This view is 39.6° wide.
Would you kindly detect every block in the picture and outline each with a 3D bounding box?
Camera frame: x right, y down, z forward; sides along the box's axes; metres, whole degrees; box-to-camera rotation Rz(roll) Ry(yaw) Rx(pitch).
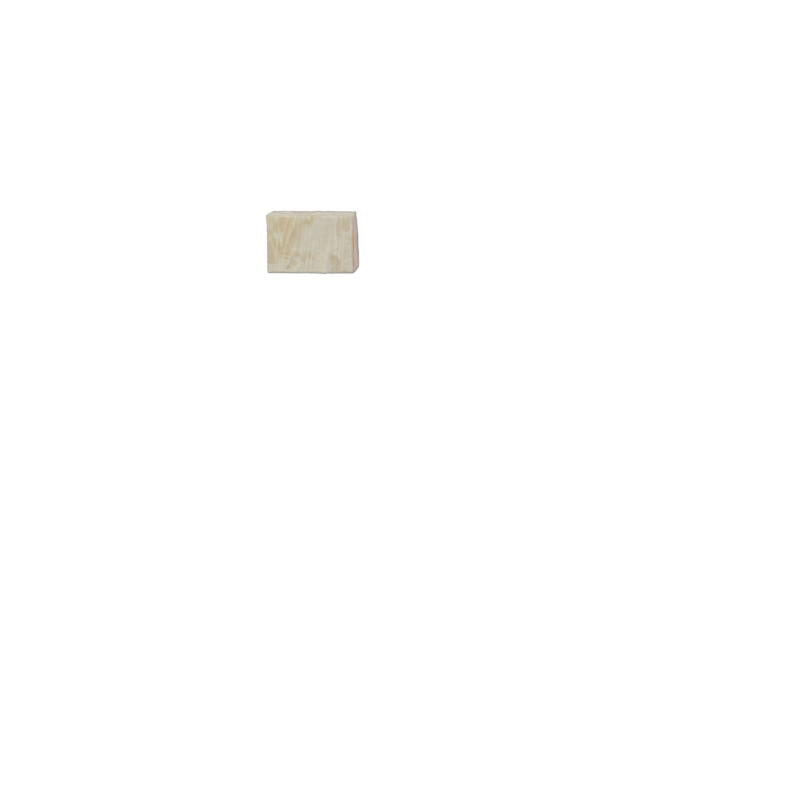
[{"bbox_3d":[-0.076,-0.139,0.971,0.078,0.050,0.053,1,9,4],"label":"block"}]
